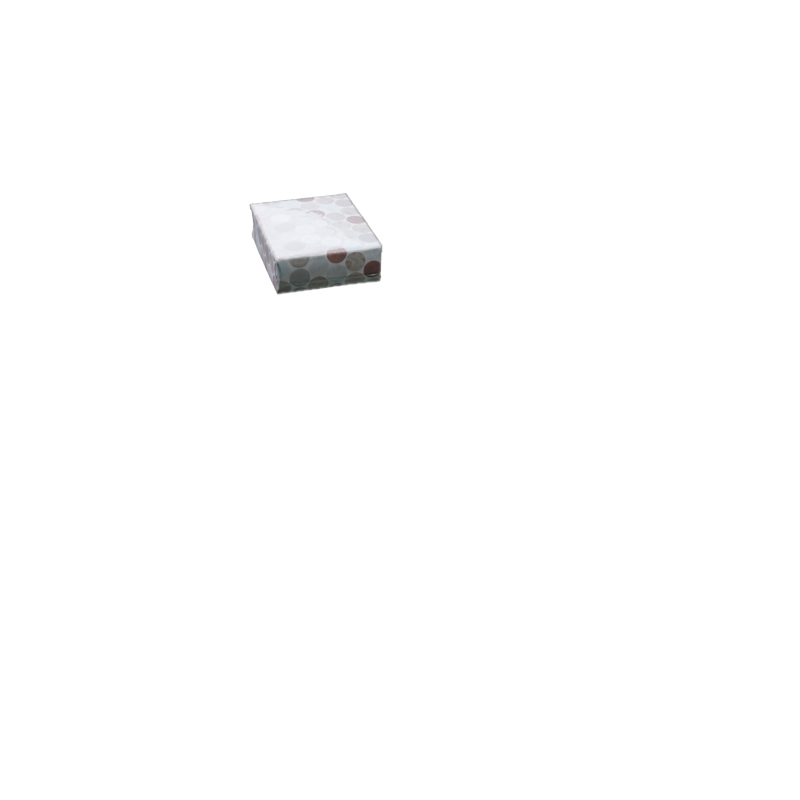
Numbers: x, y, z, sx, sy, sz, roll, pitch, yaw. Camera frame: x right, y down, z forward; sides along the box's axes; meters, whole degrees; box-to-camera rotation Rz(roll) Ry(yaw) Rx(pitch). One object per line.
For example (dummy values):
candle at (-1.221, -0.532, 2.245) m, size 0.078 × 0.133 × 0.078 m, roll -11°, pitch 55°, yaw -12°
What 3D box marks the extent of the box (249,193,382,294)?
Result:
box at (-0.074, -0.134, 0.942) m, size 0.088 × 0.037 × 0.122 m, roll -8°, pitch 31°, yaw -14°
